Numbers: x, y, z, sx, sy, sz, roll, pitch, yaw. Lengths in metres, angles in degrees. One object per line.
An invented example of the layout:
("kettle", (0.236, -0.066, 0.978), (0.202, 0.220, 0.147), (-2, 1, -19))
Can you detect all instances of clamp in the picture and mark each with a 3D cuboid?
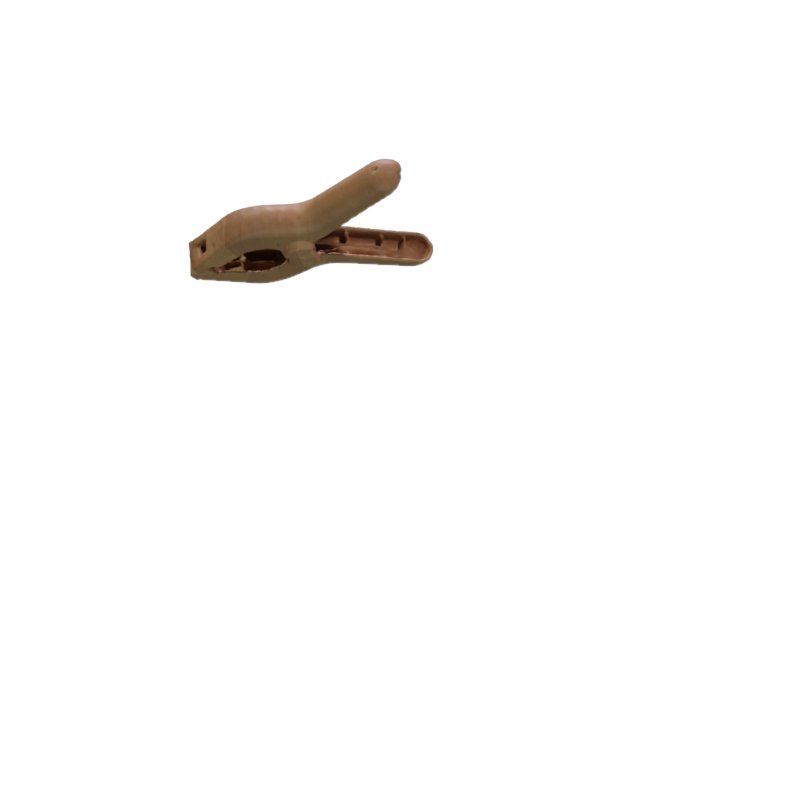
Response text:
("clamp", (-0.061, -0.111, 0.777), (0.174, 0.042, 0.111), (-12, -32, 20))
